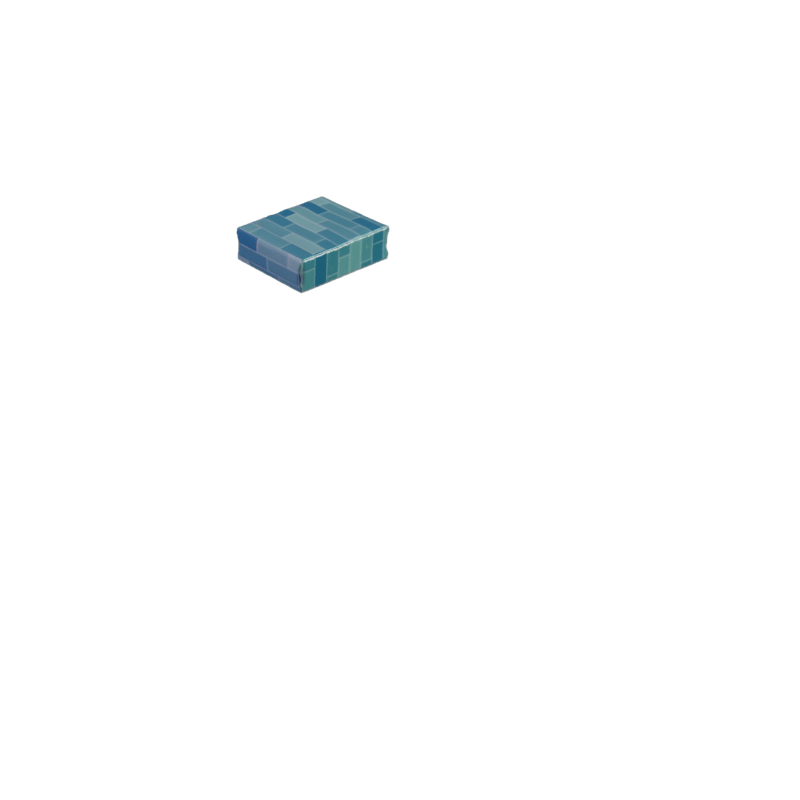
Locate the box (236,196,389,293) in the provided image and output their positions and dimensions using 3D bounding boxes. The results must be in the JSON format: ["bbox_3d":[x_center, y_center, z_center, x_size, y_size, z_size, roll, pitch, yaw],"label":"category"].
[{"bbox_3d":[-0.064,-0.117,0.816,0.089,0.028,0.078,-27,41,-36],"label":"box"}]
